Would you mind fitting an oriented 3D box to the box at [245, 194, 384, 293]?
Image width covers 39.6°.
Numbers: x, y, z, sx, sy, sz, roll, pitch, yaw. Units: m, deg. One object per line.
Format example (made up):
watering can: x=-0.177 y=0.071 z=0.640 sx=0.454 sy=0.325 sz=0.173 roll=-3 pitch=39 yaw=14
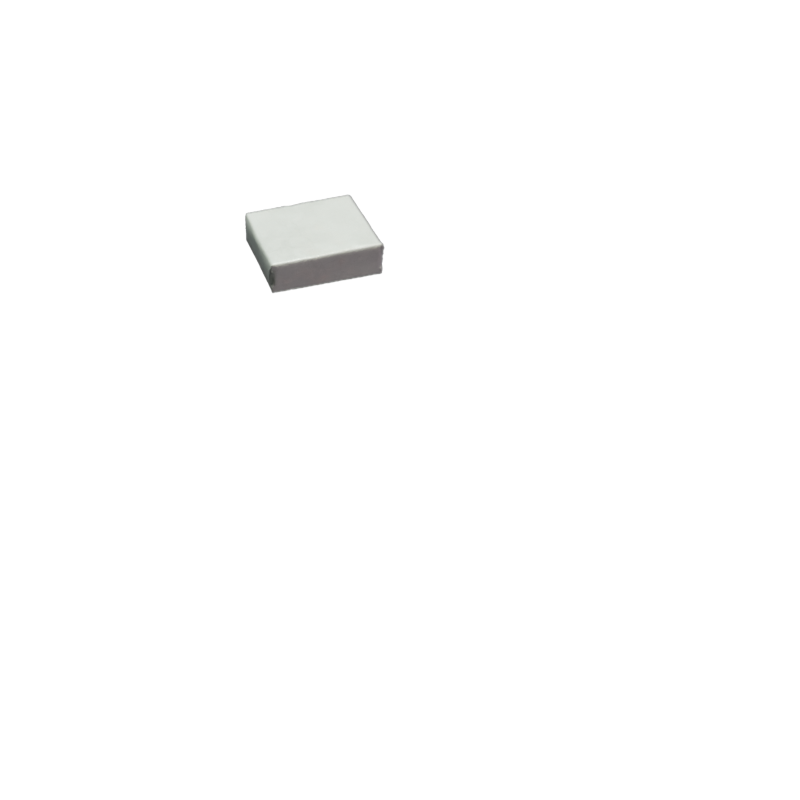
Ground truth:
box: x=-0.066 y=-0.120 z=0.840 sx=0.088 sy=0.028 sz=0.079 roll=-13 pitch=42 yaw=-15
